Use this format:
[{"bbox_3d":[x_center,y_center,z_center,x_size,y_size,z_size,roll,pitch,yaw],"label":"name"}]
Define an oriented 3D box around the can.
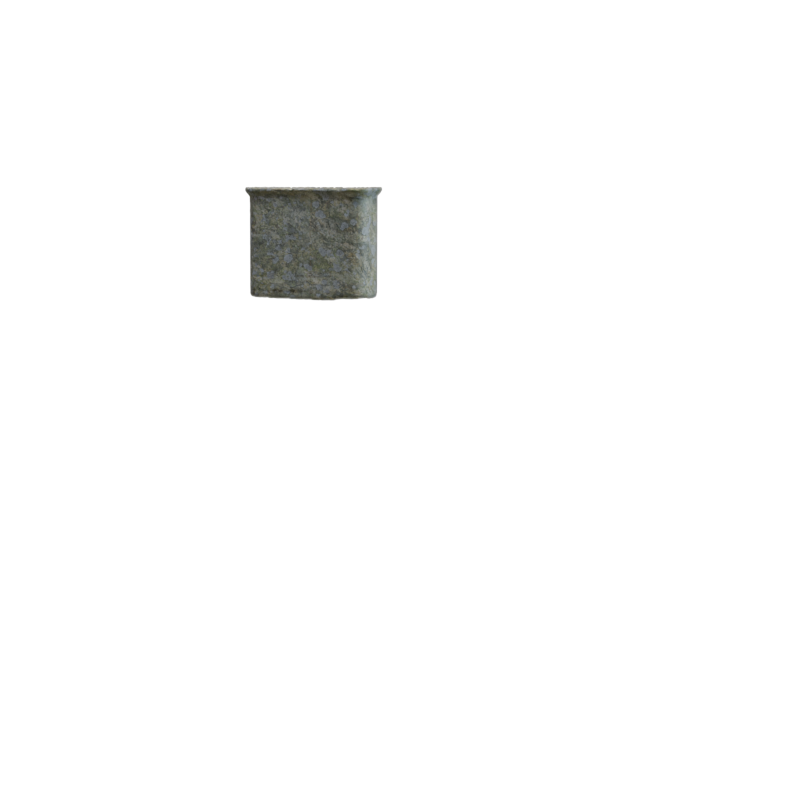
[{"bbox_3d":[-0.066,-0.121,0.846,0.105,0.083,0.057,4,7,21],"label":"can"}]
